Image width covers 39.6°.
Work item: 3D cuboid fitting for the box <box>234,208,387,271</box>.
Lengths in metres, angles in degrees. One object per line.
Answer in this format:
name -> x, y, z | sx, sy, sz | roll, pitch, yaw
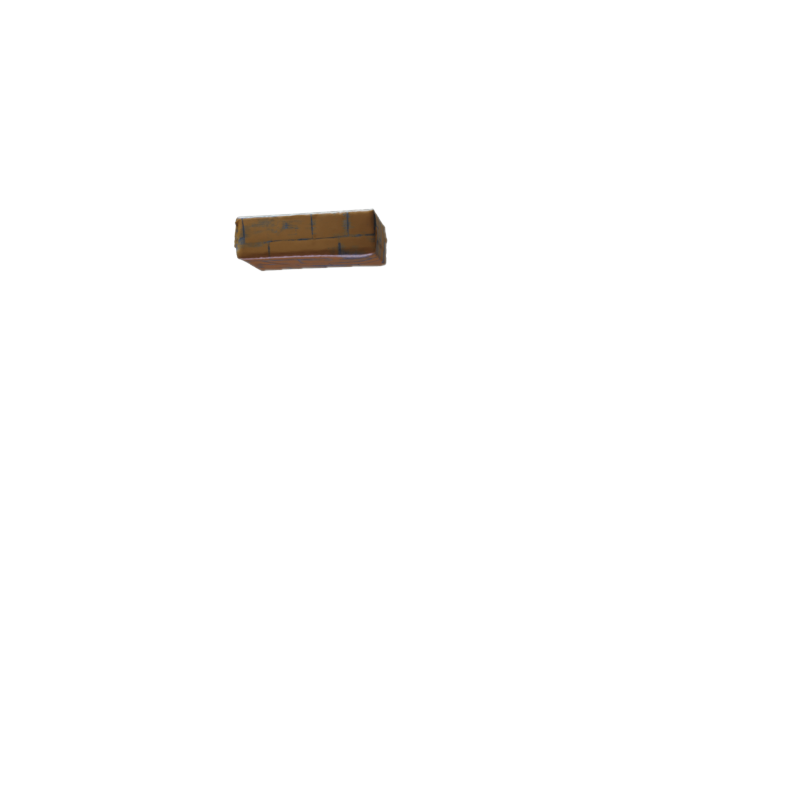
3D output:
box -> -0.071, -0.129, 0.903 | 0.115, 0.039, 0.088 | 0, 0, 7
